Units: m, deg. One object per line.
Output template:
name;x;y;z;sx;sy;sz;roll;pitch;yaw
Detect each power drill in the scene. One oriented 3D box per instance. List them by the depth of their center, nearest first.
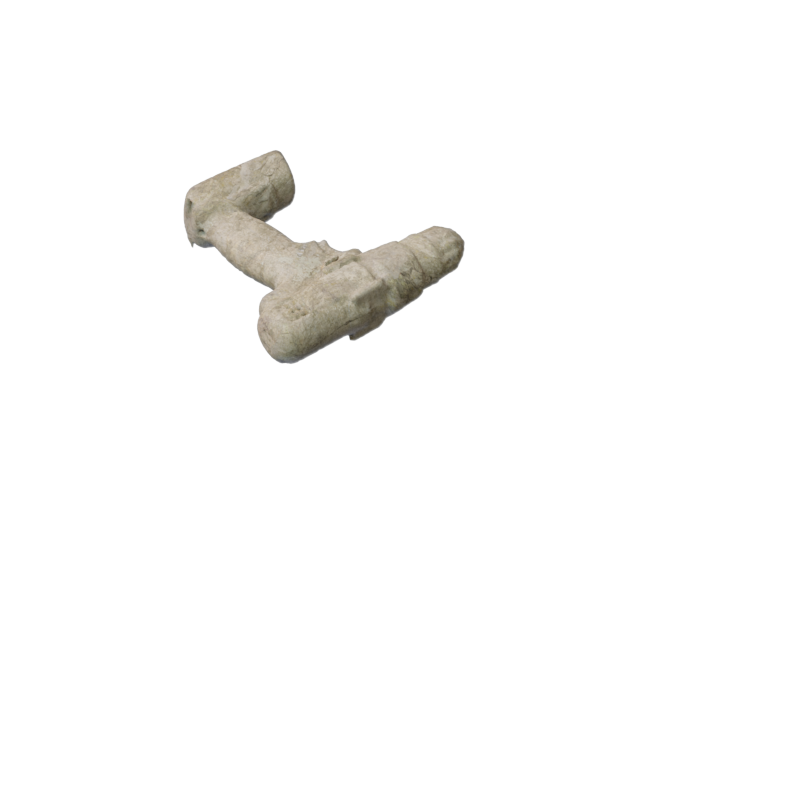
power drill;-0.069;-0.125;0.876;0.184;0.053;0.202;-29;51;-27
